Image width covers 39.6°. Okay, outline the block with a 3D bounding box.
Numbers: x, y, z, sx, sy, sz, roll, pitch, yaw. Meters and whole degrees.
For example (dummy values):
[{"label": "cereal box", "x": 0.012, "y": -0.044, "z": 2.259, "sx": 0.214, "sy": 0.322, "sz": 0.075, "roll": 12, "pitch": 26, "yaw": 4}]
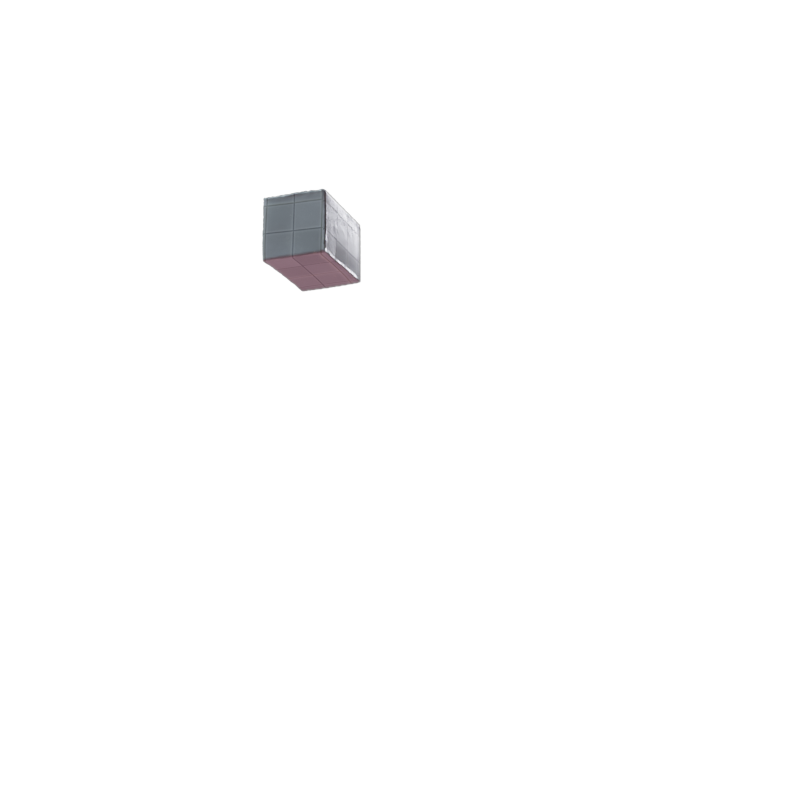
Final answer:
[{"label": "block", "x": -0.067, "y": -0.122, "z": 0.853, "sx": 0.054, "sy": 0.054, "sz": 0.073, "roll": -7, "pitch": -17, "yaw": 18}]
